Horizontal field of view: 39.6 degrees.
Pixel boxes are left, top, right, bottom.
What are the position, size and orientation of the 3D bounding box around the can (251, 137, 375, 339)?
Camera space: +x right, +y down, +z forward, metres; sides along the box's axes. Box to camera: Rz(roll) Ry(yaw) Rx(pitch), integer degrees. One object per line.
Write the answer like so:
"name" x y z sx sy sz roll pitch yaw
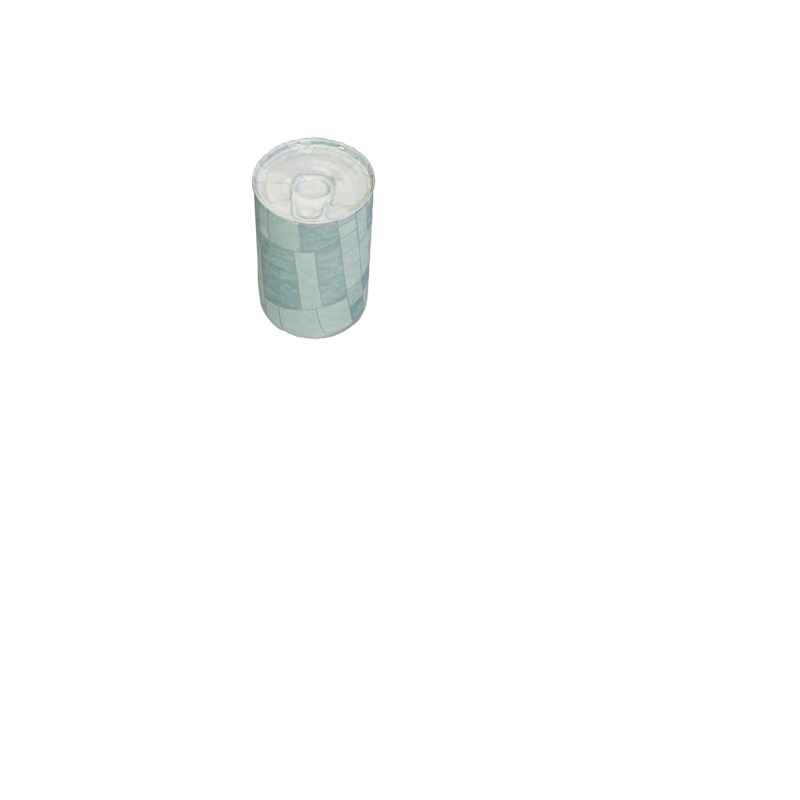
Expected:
"can" -0.050 -0.092 0.645 0.068 0.074 0.095 0 -39 -3
